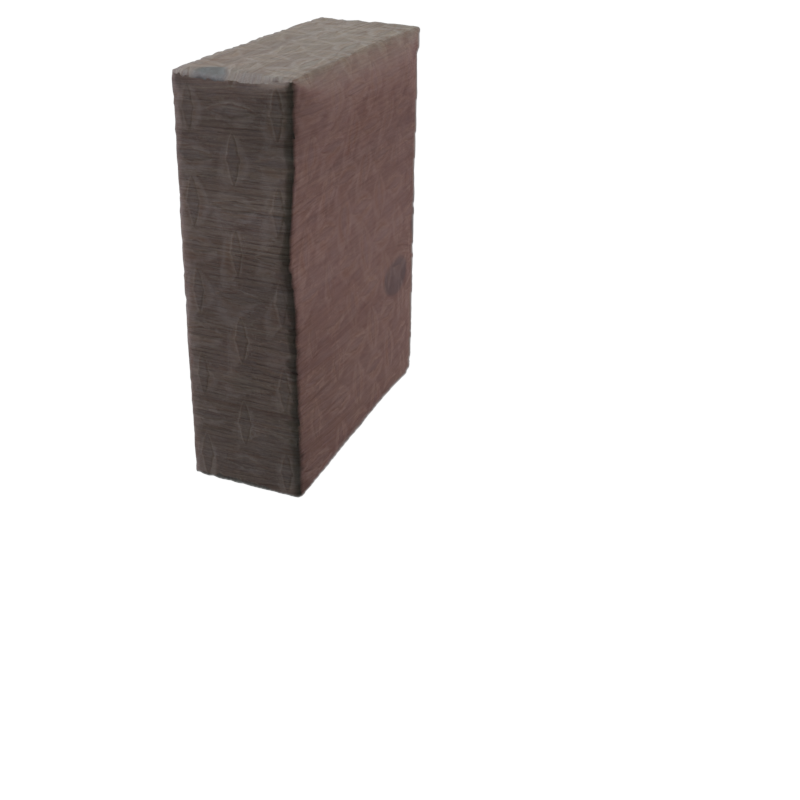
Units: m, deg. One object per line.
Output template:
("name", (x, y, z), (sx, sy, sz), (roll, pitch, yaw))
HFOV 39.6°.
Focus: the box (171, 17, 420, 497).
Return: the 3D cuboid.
("box", (-0.046, -0.085, 0.594), (0.074, 0.203, 0.167), (10, 25, 19))
